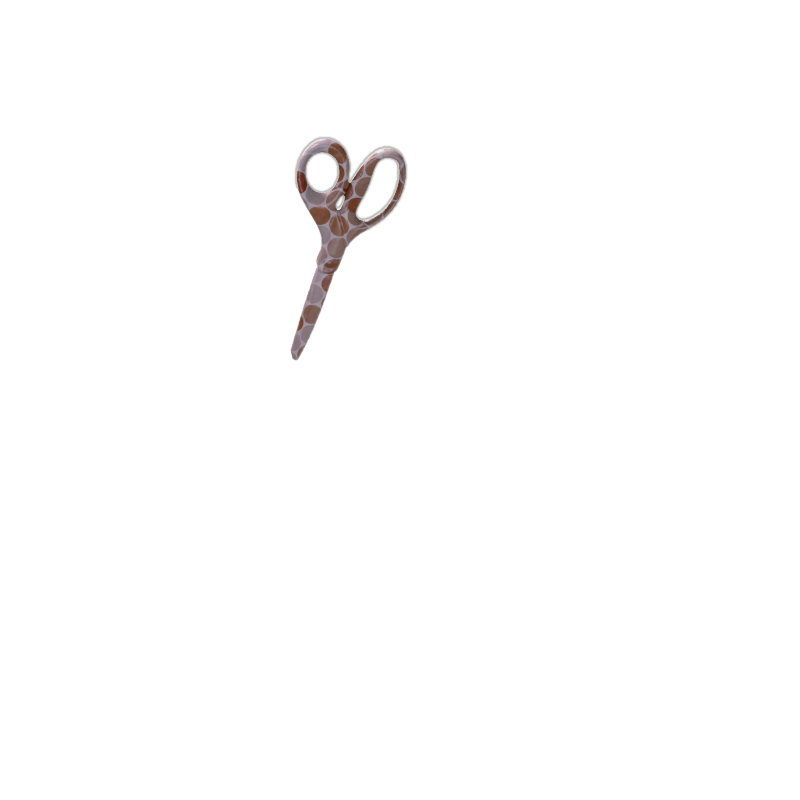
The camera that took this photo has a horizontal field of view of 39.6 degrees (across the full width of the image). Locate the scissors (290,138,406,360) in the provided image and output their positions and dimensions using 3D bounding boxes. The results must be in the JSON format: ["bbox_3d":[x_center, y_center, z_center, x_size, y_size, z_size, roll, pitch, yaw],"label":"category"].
[{"bbox_3d":[-0.071,-0.130,0.909,0.093,0.197,0.017,33,19,-13],"label":"scissors"}]
